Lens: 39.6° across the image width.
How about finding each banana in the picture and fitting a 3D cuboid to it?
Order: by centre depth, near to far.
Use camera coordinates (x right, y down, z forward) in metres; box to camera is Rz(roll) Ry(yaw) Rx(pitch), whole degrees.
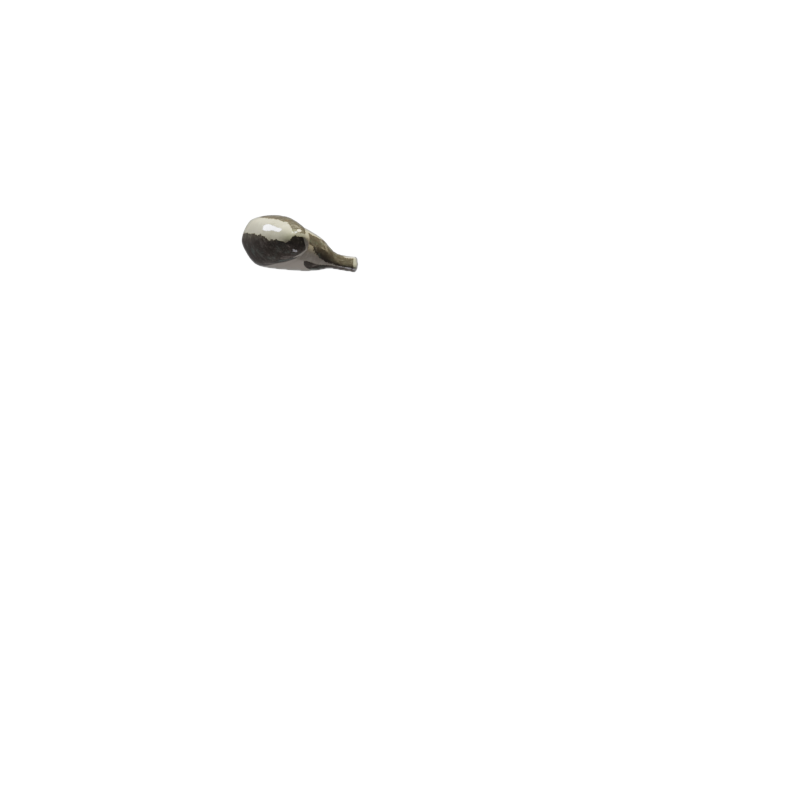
[{"bbox_3d":[-0.080,-0.115,0.808,0.070,0.037,0.195,0,4,9],"label":"banana"}]
